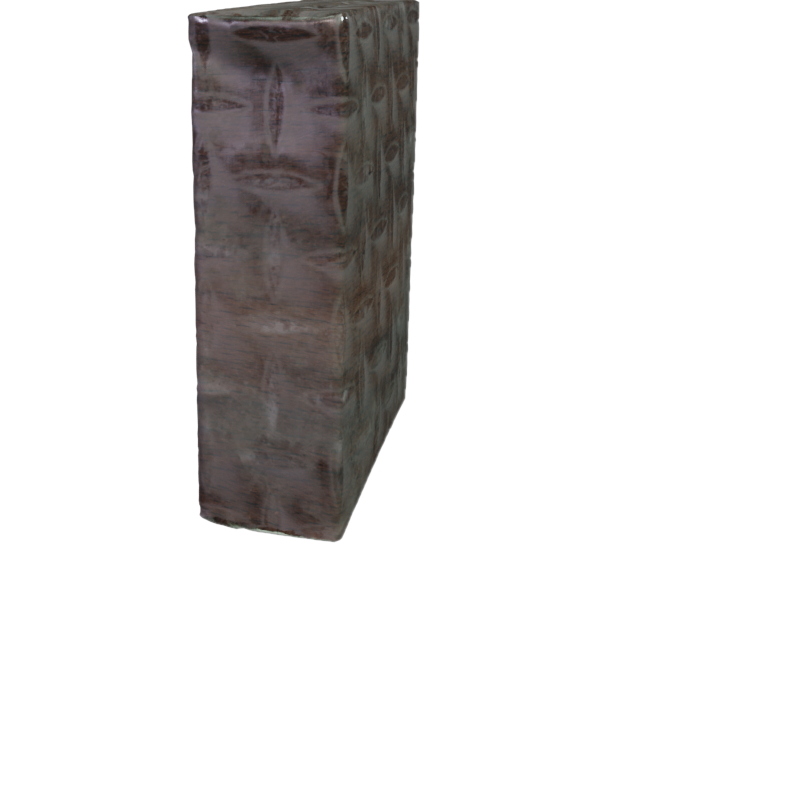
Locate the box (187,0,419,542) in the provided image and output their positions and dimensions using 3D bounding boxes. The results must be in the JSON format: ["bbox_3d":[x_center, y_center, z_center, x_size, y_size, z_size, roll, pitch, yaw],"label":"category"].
[{"bbox_3d":[-0.040,-0.072,0.506,0.073,0.206,0.167,4,17,10],"label":"box"}]
